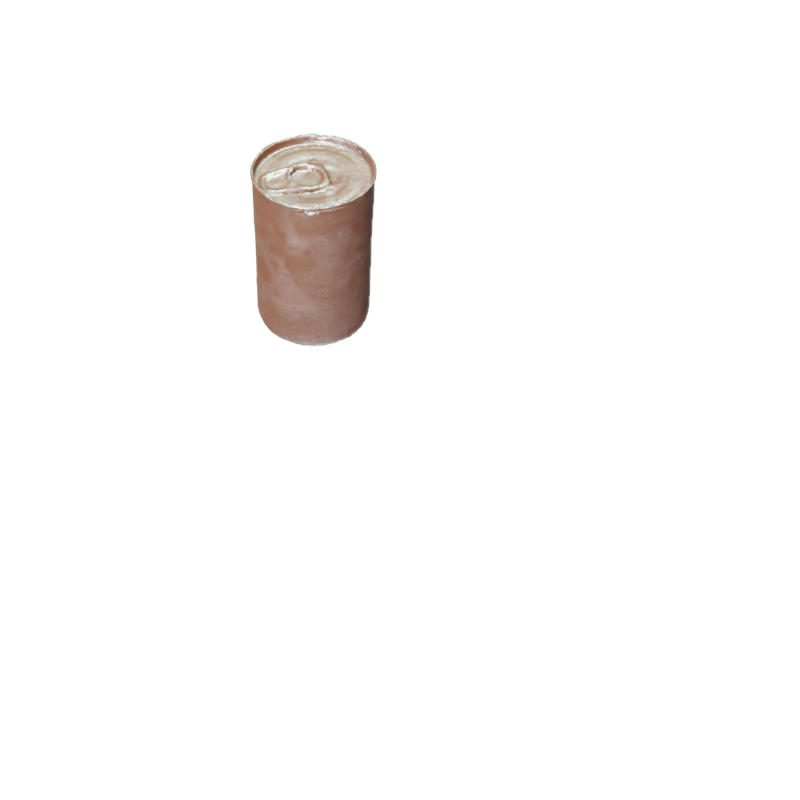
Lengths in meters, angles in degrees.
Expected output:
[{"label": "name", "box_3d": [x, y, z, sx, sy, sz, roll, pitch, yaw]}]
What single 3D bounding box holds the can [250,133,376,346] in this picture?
[{"label": "can", "box_3d": [-0.049, -0.089, 0.626, 0.068, 0.095, 0.074, 0, 44, -3]}]
